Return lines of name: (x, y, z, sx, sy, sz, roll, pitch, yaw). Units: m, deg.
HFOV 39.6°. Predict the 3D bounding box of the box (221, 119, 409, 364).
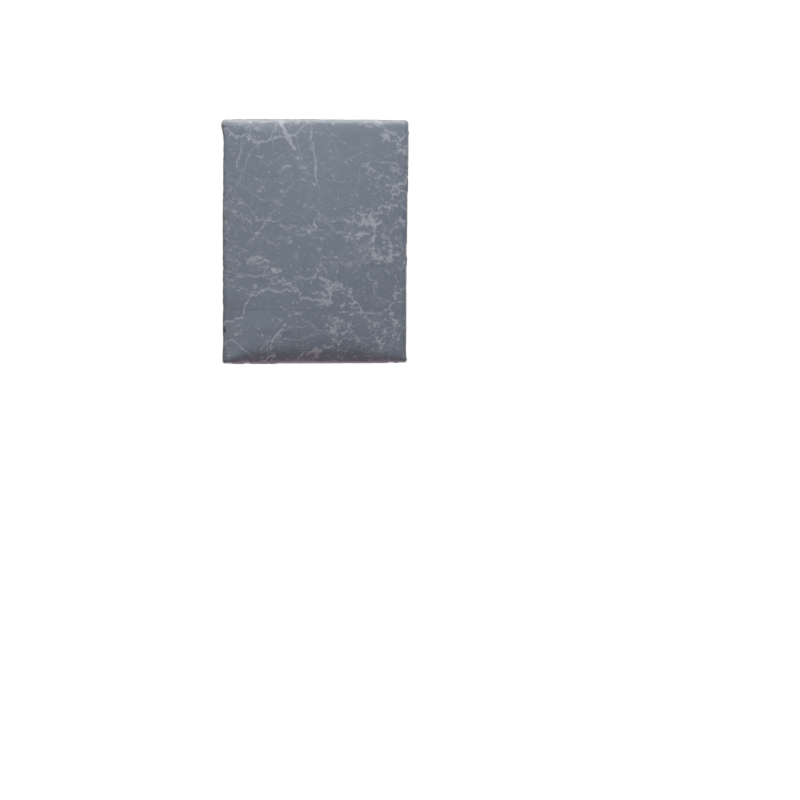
box: (-0.078, -0.142, 0.991, 0.163, 0.213, 0.073, 0, 2, -6)
